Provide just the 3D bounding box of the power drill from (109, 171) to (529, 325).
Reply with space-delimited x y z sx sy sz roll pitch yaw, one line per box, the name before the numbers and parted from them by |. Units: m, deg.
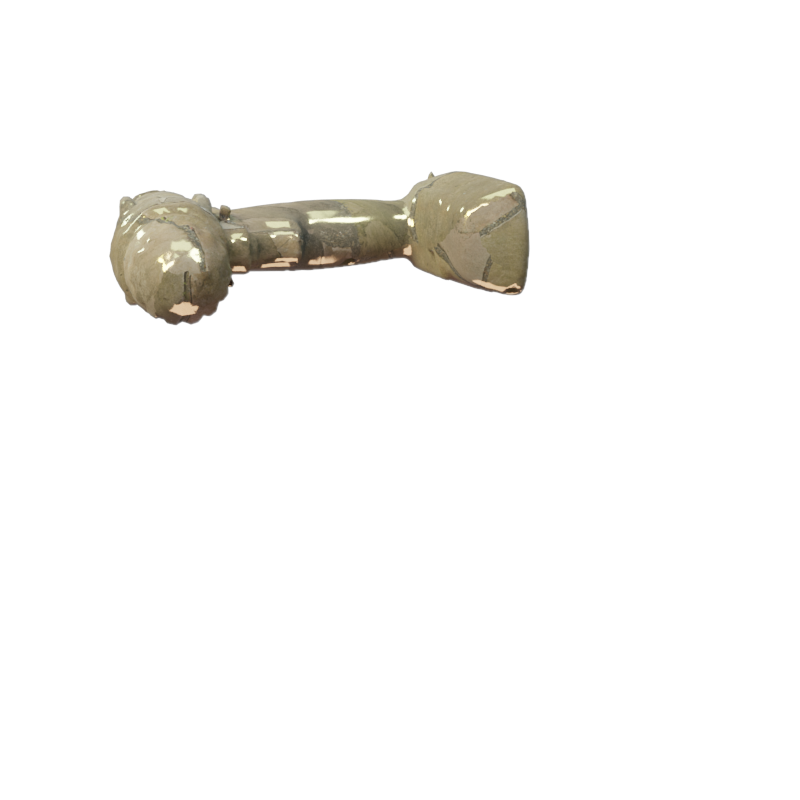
power drill | -0.040 -0.074 0.517 0.185 0.056 0.193 -4 16 -13
